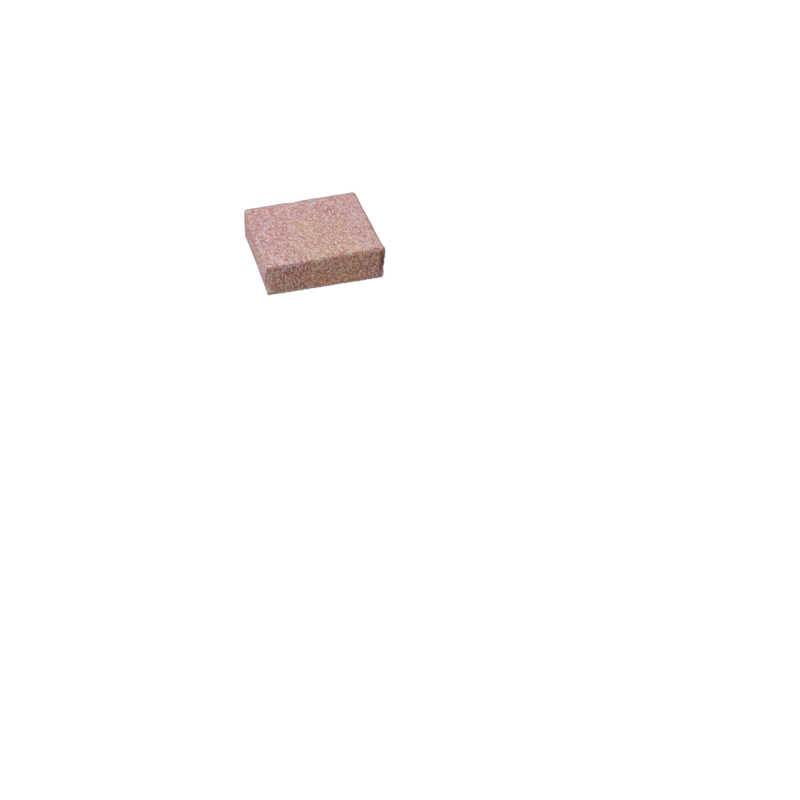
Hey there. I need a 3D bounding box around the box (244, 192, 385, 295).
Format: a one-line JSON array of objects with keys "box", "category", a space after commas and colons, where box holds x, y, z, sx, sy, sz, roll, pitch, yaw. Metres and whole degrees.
[{"box": [-0.063, -0.116, 0.811, 0.088, 0.028, 0.079, -11, 43, -13], "category": "box"}]
